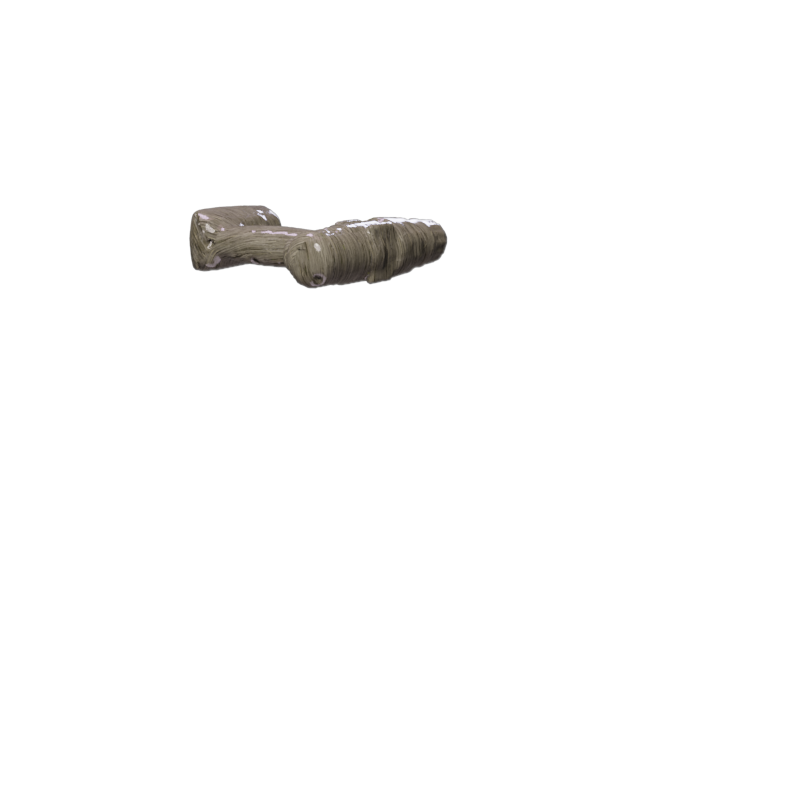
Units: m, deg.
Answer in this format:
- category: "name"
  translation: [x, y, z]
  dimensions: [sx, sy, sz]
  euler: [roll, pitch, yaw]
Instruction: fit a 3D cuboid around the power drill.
- category: "power drill"
  translation: [-0.075, -0.138, 0.964]
  dimensions: [0.196, 0.056, 0.180]
  euler: [10, 15, 38]
